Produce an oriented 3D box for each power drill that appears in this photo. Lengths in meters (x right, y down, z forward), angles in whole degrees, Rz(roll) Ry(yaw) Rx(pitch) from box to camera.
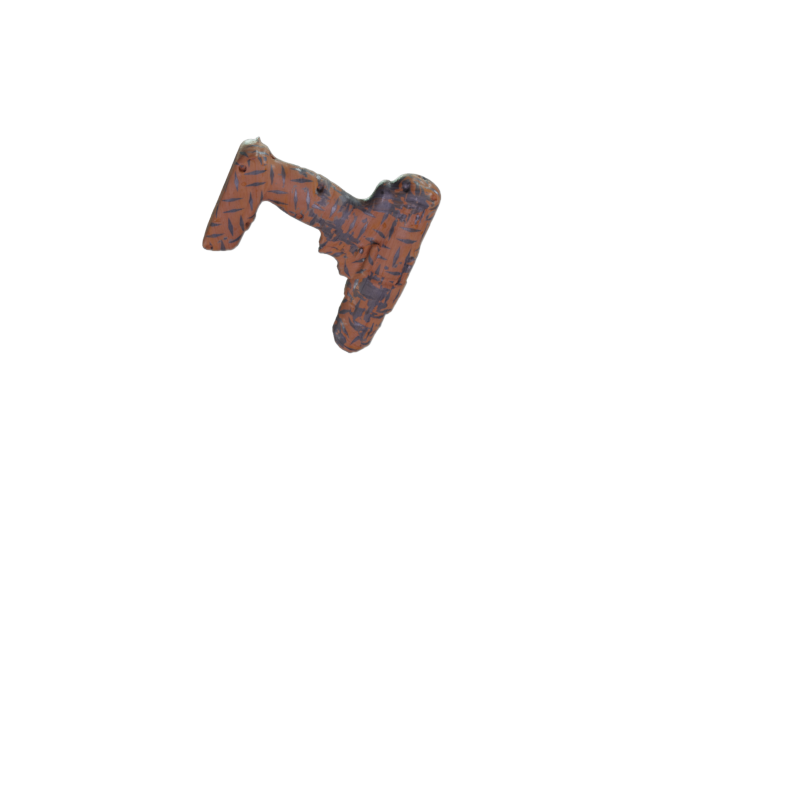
[{"bbox_3d":[-0.078,-0.142,0.996,0.184,0.178,0.061,20,25,-10],"label":"power drill"}]
